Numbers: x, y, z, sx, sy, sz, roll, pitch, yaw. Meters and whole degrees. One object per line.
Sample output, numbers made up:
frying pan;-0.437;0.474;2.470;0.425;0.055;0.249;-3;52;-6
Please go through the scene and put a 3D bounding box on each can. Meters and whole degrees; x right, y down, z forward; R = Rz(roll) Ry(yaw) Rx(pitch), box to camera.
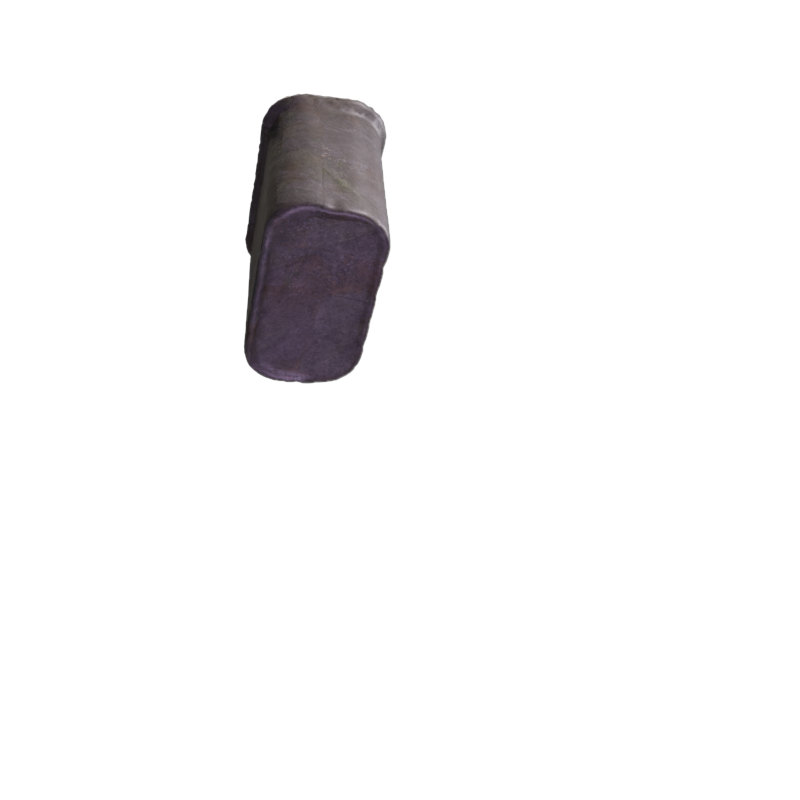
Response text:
can;-0.038;-0.070;0.492;0.057;0.096;0.090;7;40;-9
